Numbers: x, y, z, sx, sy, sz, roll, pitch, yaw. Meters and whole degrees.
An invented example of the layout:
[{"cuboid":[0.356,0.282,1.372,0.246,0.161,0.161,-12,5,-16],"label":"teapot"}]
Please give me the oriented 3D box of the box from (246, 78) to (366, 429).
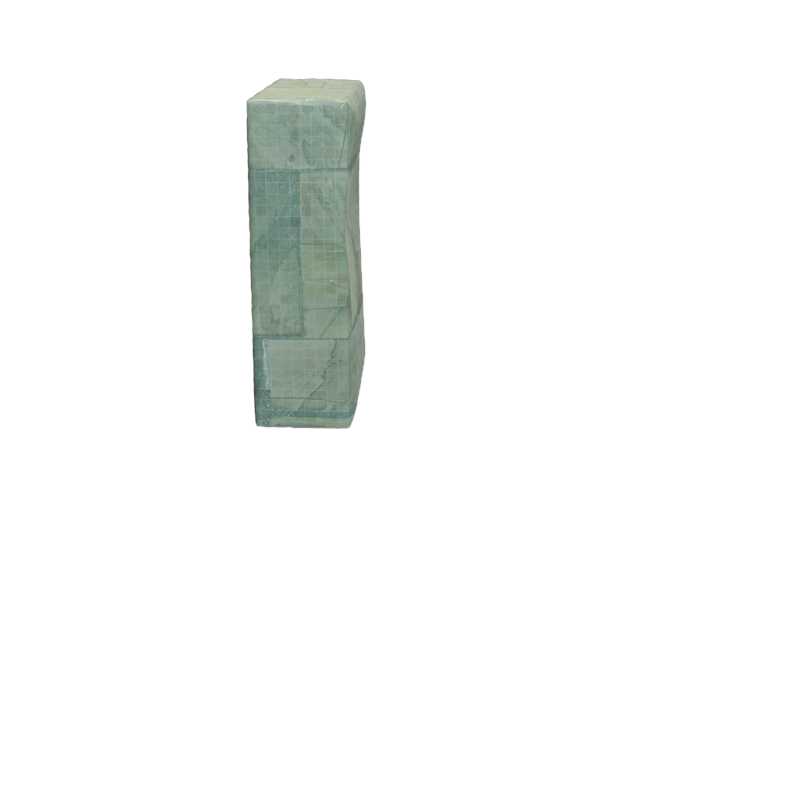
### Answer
[{"cuboid":[-0.060,-0.110,0.768,0.072,0.207,0.169,1,16,1],"label":"box"}]
